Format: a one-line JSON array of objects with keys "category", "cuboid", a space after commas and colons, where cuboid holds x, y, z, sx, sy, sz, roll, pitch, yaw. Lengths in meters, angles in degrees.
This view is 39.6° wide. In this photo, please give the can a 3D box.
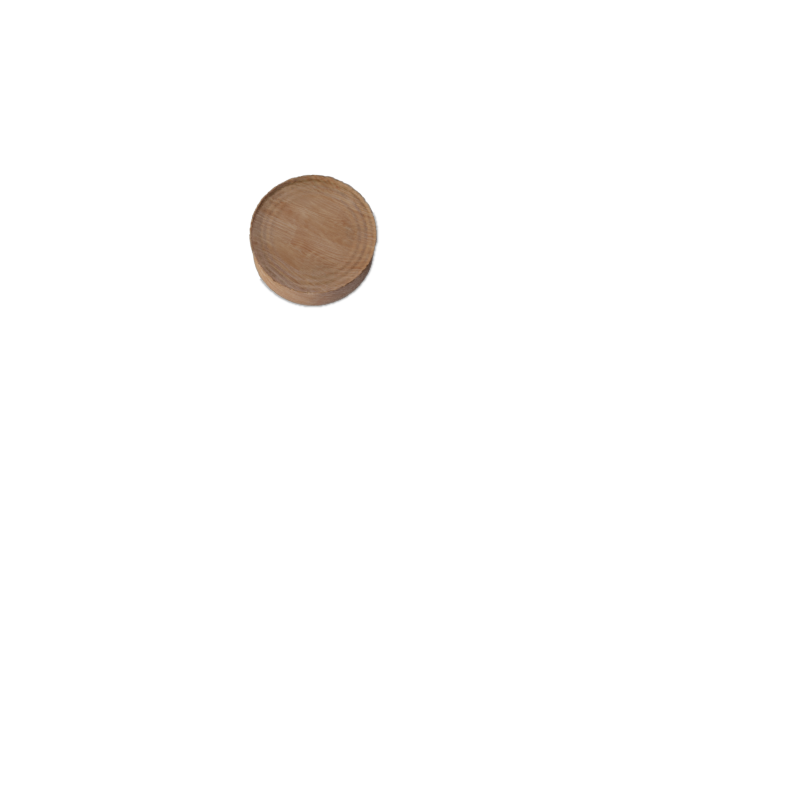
[{"category": "can", "cuboid": [-0.059, -0.108, 0.754, 0.086, 0.090, 0.032, -1, -20, -1]}]
